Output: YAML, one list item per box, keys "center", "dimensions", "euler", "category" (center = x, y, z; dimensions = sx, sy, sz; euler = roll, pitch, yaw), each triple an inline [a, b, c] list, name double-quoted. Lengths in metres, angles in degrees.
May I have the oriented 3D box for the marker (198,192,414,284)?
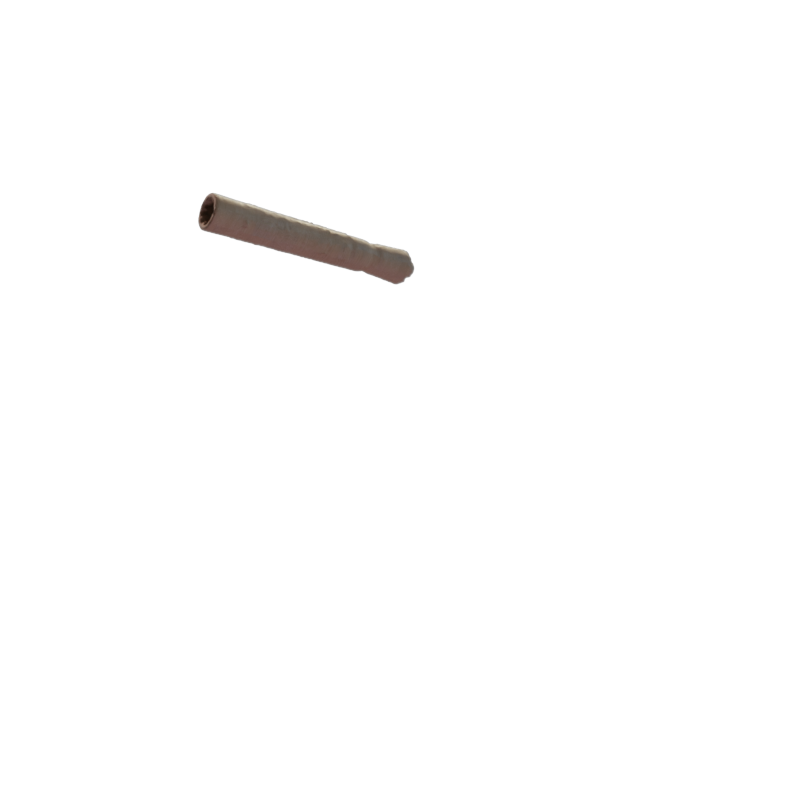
- center: [-0.044, -0.080, 0.558]
  dimensions: [0.115, 0.020, 0.020]
  euler: [12, -3, -30]
  category: "marker"
